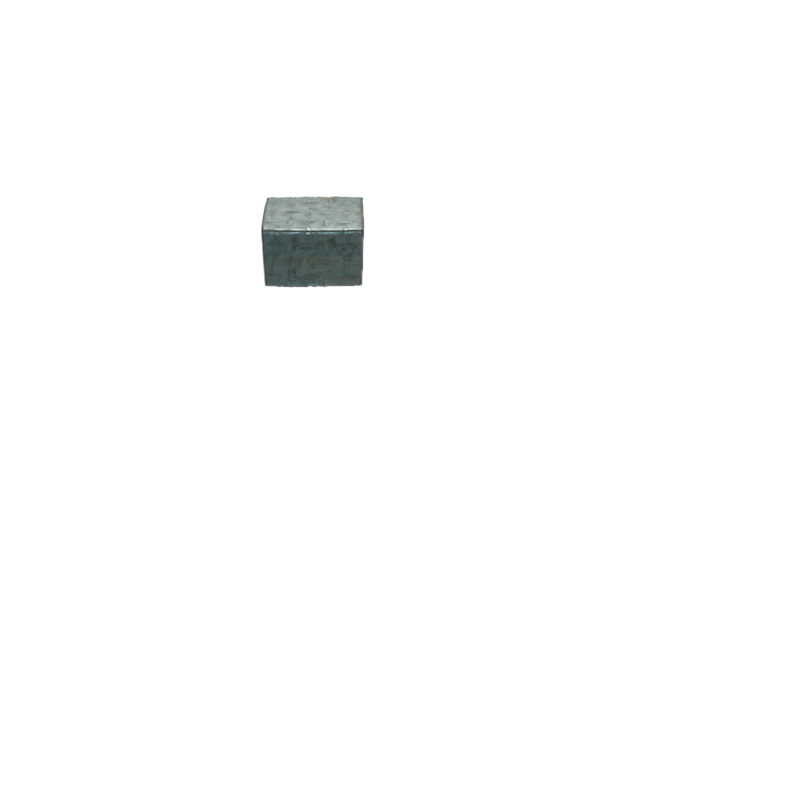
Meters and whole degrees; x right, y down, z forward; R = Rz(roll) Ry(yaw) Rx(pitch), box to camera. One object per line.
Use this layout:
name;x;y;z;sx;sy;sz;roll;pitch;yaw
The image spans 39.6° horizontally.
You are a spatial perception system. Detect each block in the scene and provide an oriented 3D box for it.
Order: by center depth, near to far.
block;-0.067;-0.122;0.857;0.078;0.049;0.055;0;36;-2
